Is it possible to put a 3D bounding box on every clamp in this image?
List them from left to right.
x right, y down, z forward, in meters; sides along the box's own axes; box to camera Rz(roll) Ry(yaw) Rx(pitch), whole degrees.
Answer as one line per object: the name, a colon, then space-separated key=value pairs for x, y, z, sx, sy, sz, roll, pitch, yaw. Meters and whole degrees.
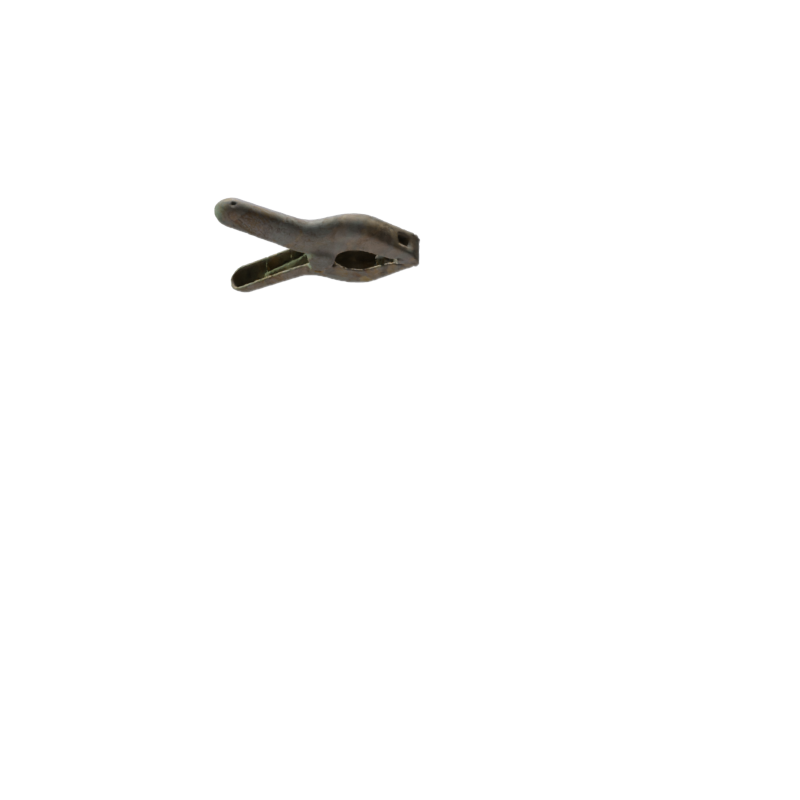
clamp: x=-0.072 y=-0.131 z=0.920 sx=0.173 sy=0.041 sz=0.112 roll=-4 pitch=-23 yaw=10
